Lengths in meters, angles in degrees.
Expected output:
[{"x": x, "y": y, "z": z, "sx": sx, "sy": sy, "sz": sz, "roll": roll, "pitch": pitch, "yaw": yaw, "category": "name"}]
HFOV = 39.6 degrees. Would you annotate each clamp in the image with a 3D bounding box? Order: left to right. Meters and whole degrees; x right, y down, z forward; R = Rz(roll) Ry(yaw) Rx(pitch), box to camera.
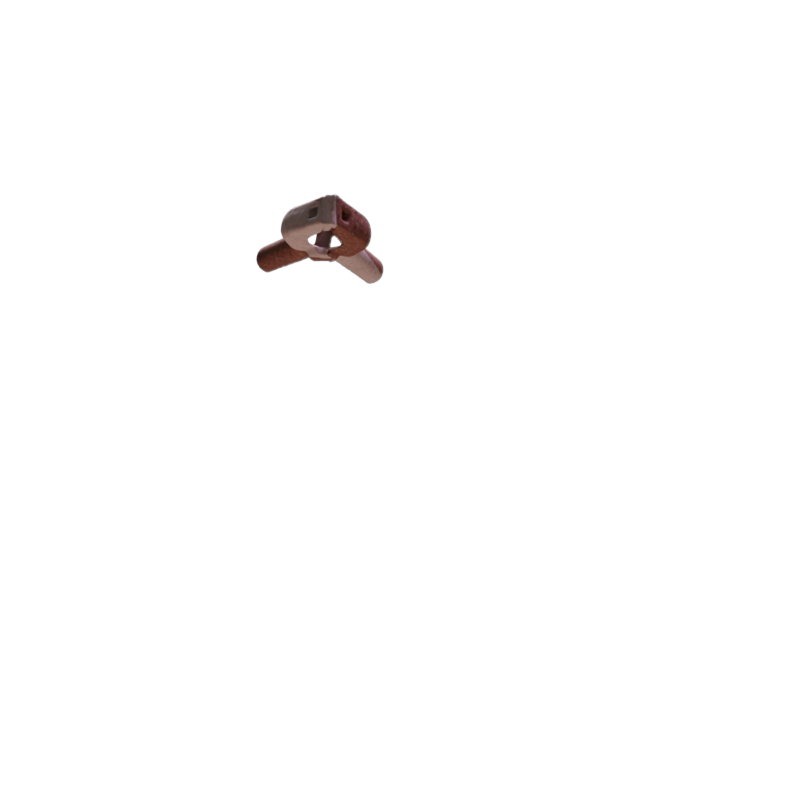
[{"x": -0.078, "y": -0.142, "z": 0.998, "sx": 0.121, "sy": 0.041, "sz": 0.163, "roll": -1, "pitch": -15, "yaw": 3, "category": "clamp"}]
